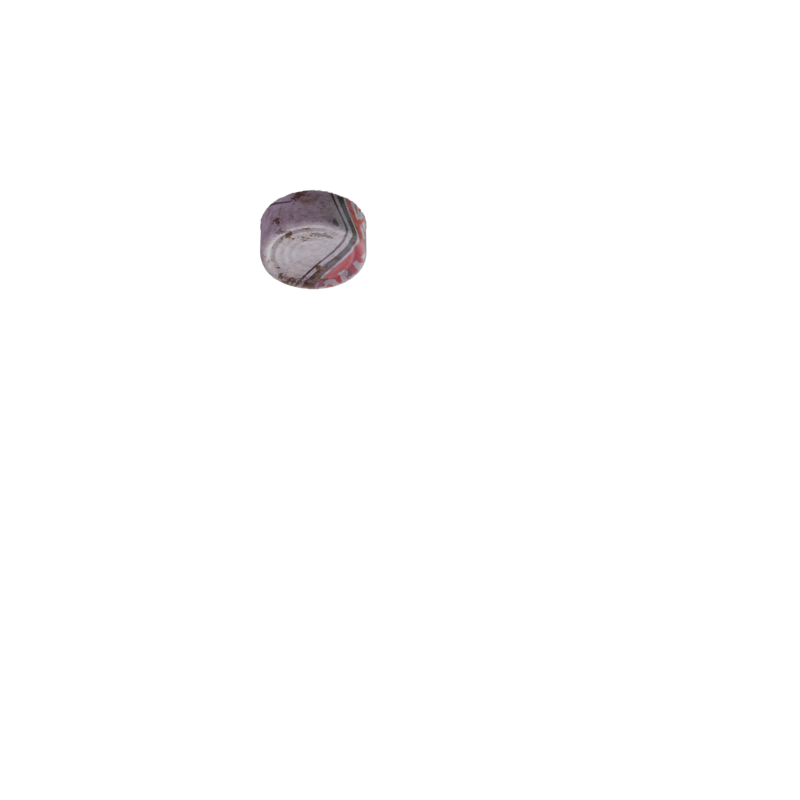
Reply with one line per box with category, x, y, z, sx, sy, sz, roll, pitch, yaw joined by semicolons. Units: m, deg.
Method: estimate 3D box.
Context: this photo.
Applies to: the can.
can;-0.069;-0.126;0.881;0.086;0.036;0.080;1;-36;-2
